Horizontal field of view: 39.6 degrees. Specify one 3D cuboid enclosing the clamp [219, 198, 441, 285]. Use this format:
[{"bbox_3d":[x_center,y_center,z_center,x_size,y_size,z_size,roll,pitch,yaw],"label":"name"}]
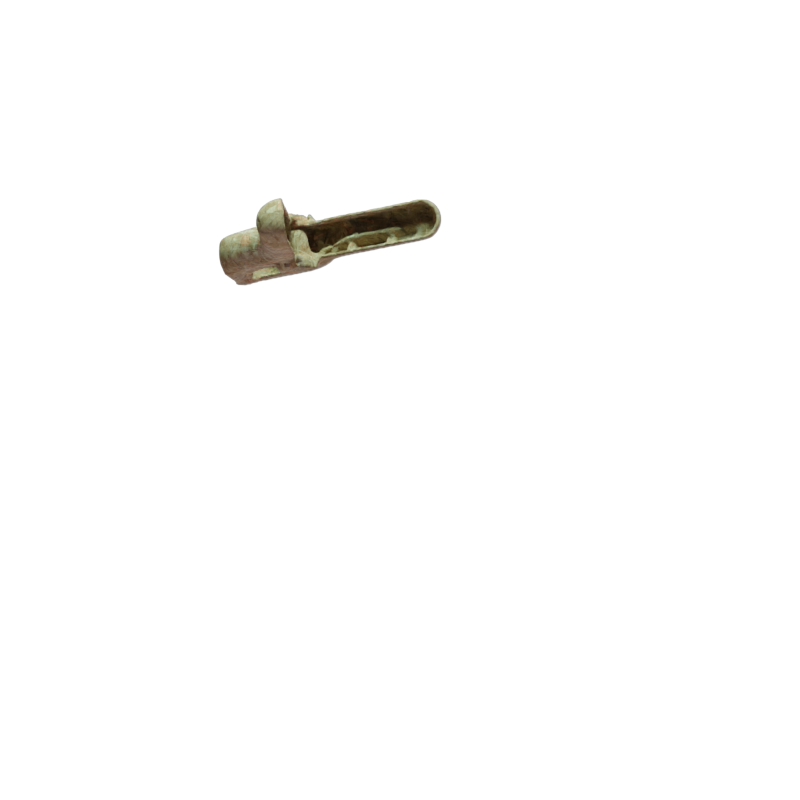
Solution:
[{"bbox_3d":[-0.056,-0.101,0.710,0.117,0.040,0.174,1,-2,-23],"label":"clamp"}]
